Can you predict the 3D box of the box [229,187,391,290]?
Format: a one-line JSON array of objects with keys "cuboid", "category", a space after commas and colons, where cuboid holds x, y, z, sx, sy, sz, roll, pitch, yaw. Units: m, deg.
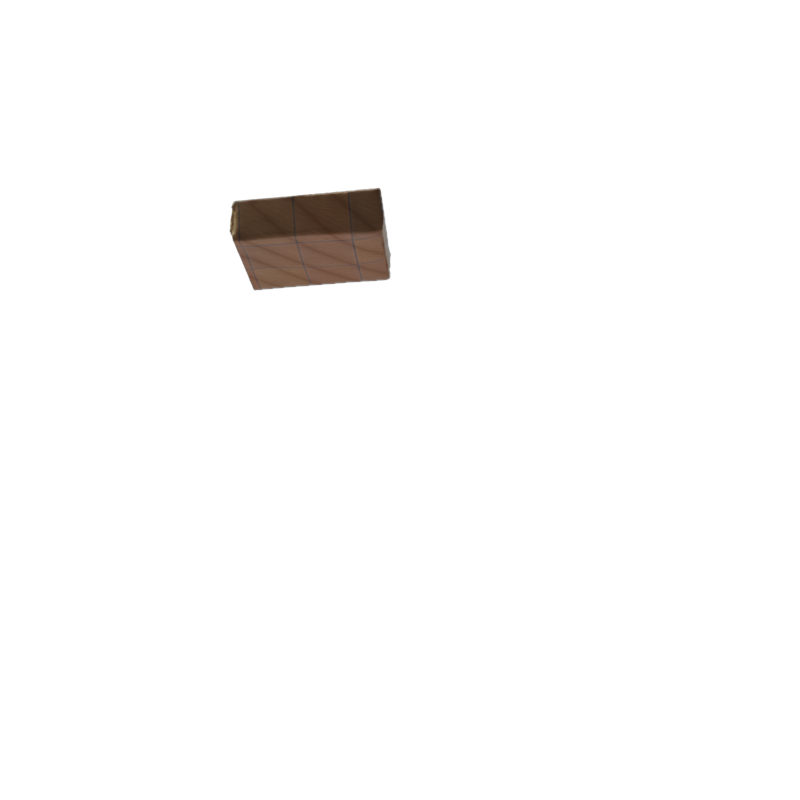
[{"cuboid": [-0.066, -0.120, 0.843, 0.114, 0.041, 0.085, -2, -20, 5], "category": "box"}]
